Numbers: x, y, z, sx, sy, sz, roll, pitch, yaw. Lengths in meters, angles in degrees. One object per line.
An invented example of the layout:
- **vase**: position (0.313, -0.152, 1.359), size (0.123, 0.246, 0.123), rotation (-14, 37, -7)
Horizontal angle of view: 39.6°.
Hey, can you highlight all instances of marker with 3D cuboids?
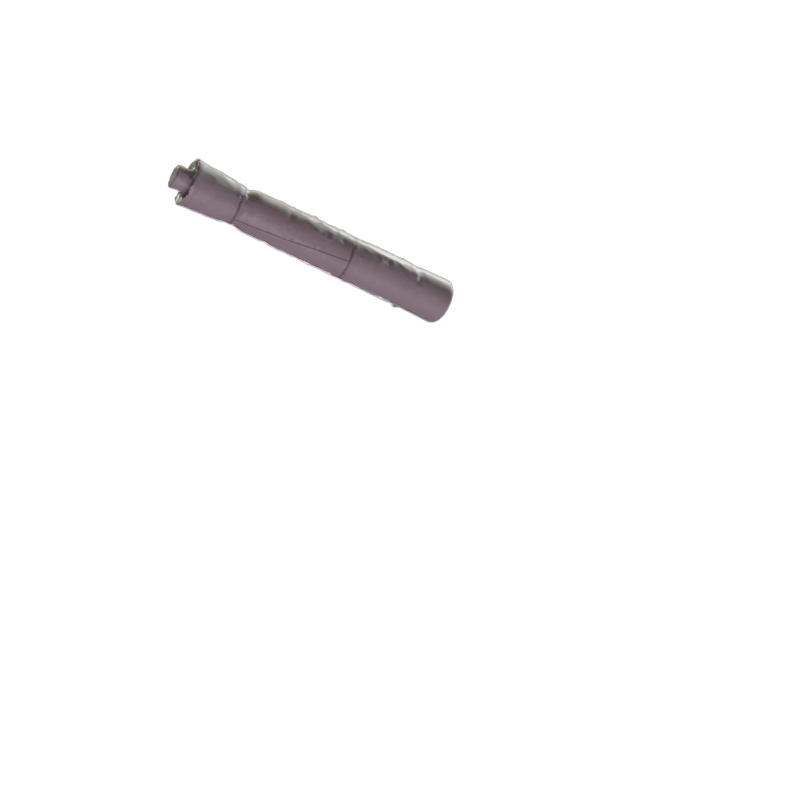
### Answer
- **marker**: position (-0.033, -0.061, 0.424), size (0.116, 0.020, 0.020), rotation (23, -6, -22)
